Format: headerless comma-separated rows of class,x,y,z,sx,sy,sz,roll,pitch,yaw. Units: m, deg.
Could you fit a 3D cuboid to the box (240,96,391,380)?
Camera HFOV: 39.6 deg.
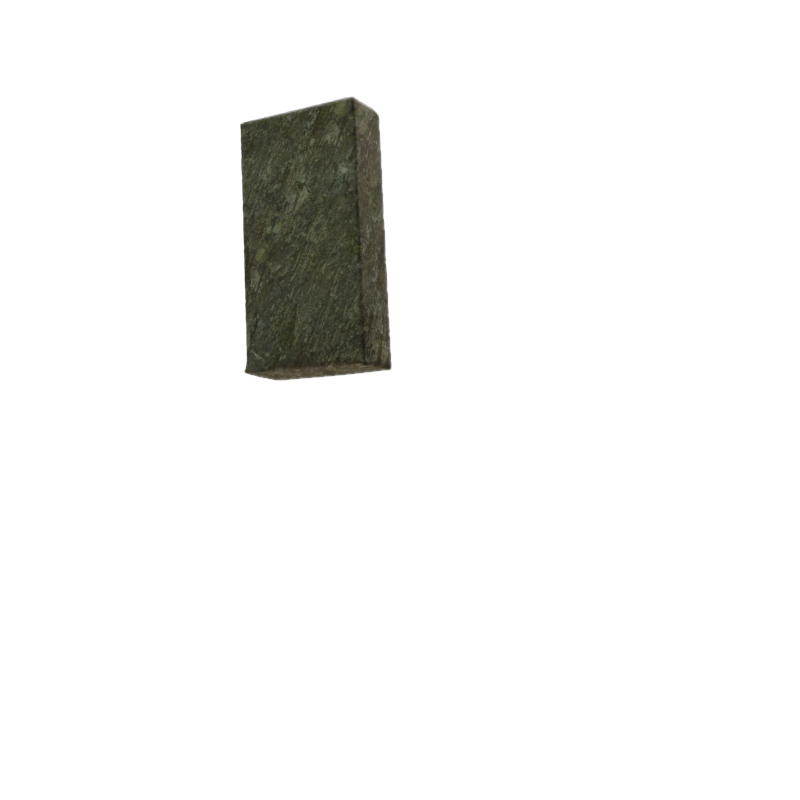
box,-0.057,-0.105,0.738,0.096,0.182,0.045,-8,-15,29
